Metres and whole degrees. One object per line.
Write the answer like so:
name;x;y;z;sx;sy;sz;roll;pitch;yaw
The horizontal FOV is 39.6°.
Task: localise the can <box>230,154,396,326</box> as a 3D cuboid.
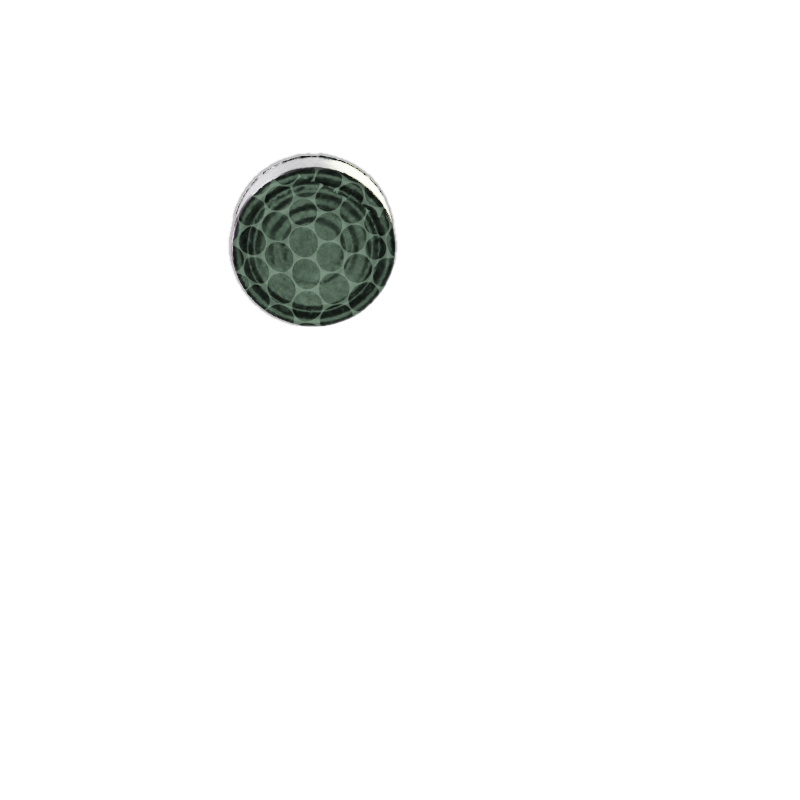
can;-0.045;-0.082;0.575;0.086;0.083;0.035;0;17;-1
